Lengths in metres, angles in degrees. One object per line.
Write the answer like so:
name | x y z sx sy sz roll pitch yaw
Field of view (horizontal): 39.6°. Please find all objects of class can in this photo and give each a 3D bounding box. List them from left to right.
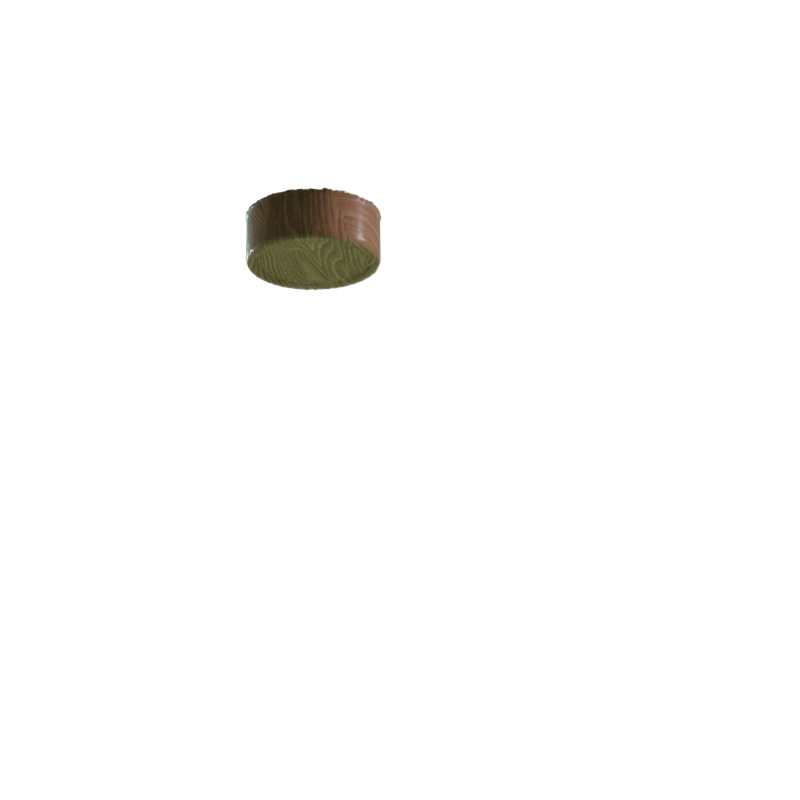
can | -0.054 -0.099 0.696 0.086 0.035 0.082 0 -18 -2
